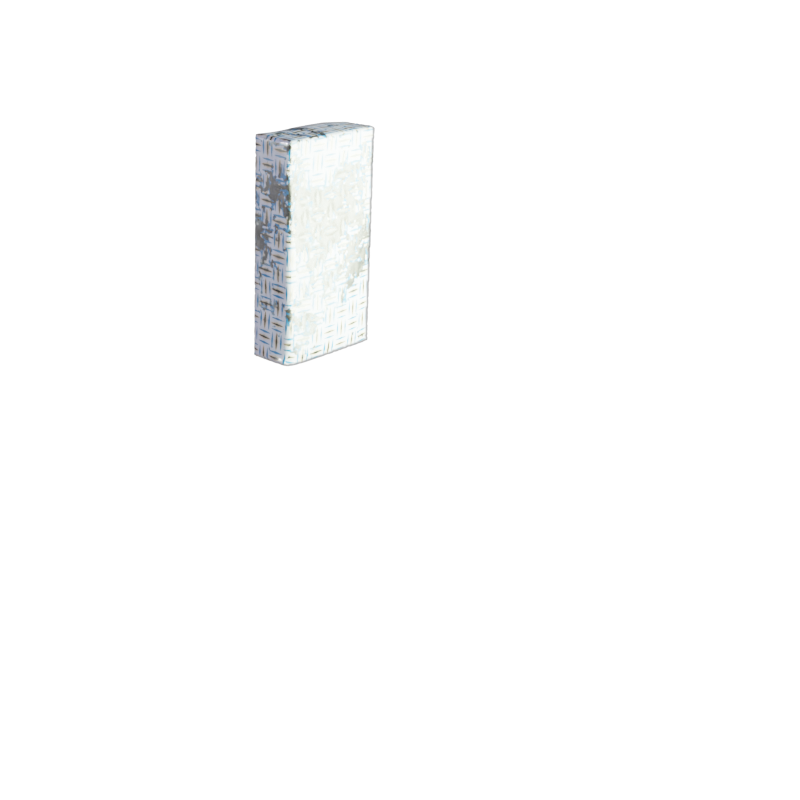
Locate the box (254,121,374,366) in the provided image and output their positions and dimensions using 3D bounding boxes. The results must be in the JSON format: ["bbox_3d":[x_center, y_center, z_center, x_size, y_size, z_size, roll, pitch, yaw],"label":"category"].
[{"bbox_3d":[-0.067,-0.122,0.853,0.051,0.170,0.092,14,21,40],"label":"box"}]
